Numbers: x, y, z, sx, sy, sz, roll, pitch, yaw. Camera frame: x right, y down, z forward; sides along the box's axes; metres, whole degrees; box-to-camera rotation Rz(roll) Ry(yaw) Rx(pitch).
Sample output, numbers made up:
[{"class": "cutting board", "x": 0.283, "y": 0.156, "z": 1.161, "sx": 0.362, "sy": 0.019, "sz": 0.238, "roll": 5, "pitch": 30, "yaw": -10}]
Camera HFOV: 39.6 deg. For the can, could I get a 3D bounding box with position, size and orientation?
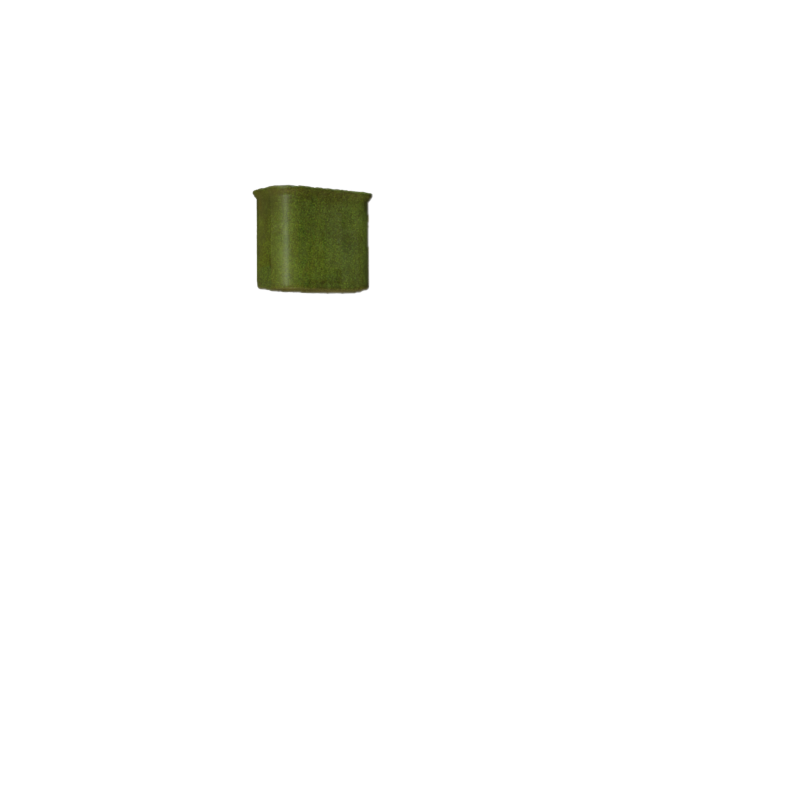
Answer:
[{"class": "can", "x": -0.073, "y": -0.133, "z": 0.930, "sx": 0.098, "sy": 0.085, "sz": 0.059, "roll": 1, "pitch": -3, "yaw": -37}]
